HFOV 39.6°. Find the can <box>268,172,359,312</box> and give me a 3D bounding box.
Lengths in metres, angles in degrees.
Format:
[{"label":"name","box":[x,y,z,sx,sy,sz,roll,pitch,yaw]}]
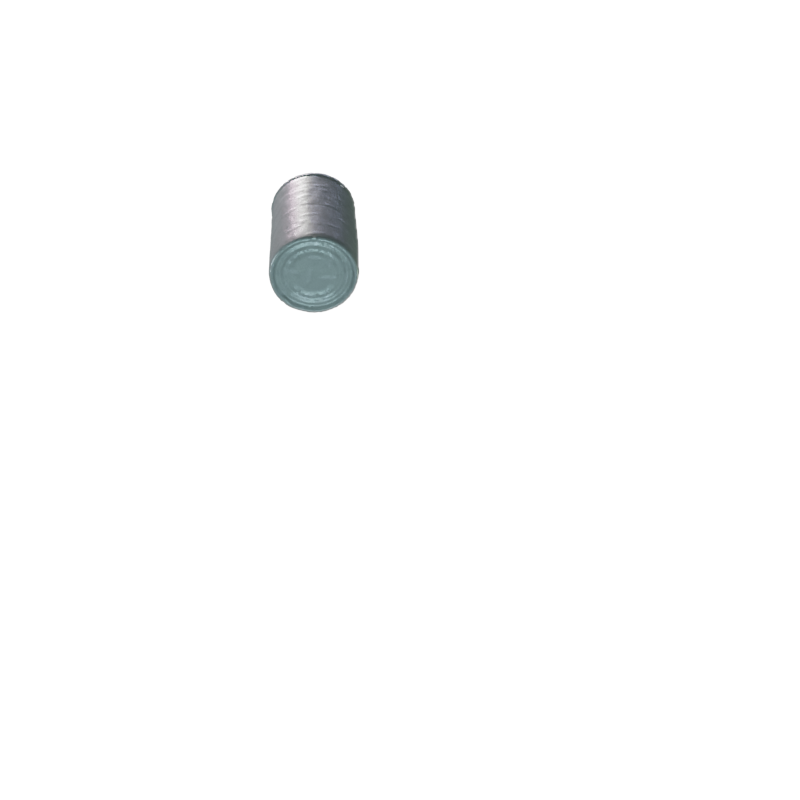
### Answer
[{"label":"can","box":[-0.067,-0.122,0.855,0.068,0.064,0.109,-1,35,-3]}]
